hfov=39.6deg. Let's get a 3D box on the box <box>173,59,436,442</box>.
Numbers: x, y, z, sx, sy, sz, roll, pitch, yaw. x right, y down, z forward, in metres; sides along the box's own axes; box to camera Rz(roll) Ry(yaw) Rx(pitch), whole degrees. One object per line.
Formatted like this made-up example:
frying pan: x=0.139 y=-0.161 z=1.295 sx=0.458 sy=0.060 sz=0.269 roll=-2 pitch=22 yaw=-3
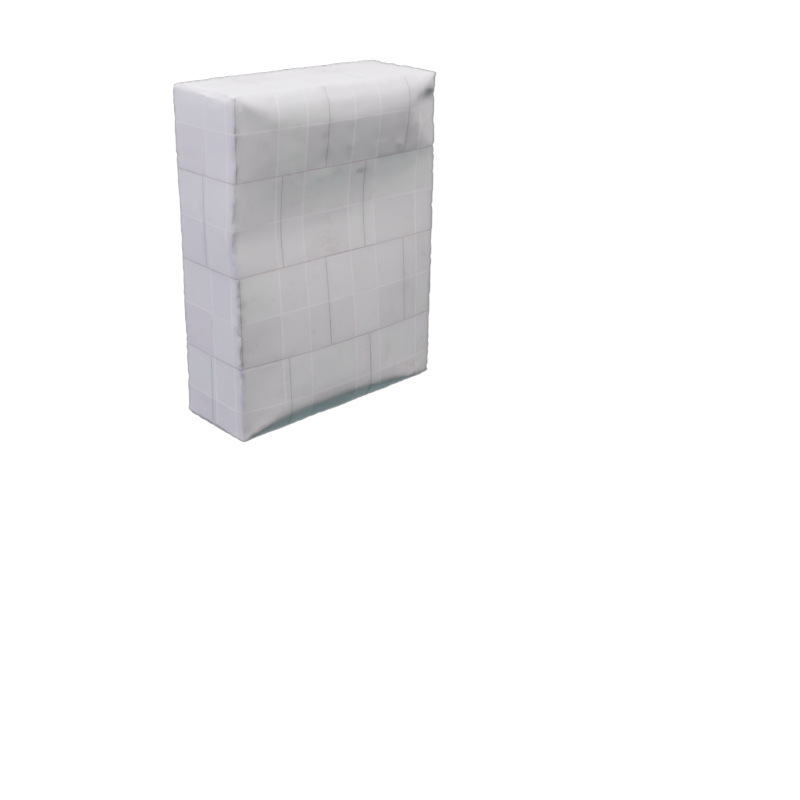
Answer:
box: x=-0.056 y=-0.101 z=0.710 sx=0.161 sy=0.205 sz=0.076 roll=-17 pitch=26 yaw=-39
